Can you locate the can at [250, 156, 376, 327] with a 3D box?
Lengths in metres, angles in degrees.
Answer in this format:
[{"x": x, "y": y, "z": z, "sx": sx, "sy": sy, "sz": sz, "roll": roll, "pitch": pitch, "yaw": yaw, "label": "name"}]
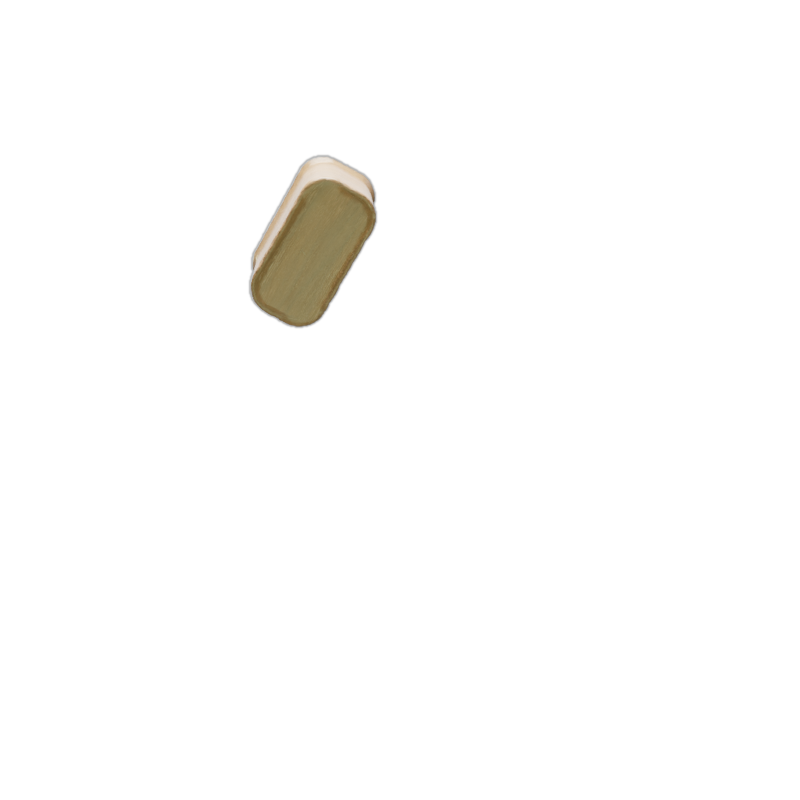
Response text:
[{"x": -0.057, "y": -0.104, "z": 0.728, "sx": 0.056, "sy": 0.100, "sz": 0.087, "roll": 28, "pitch": 12, "yaw": -11, "label": "can"}]
